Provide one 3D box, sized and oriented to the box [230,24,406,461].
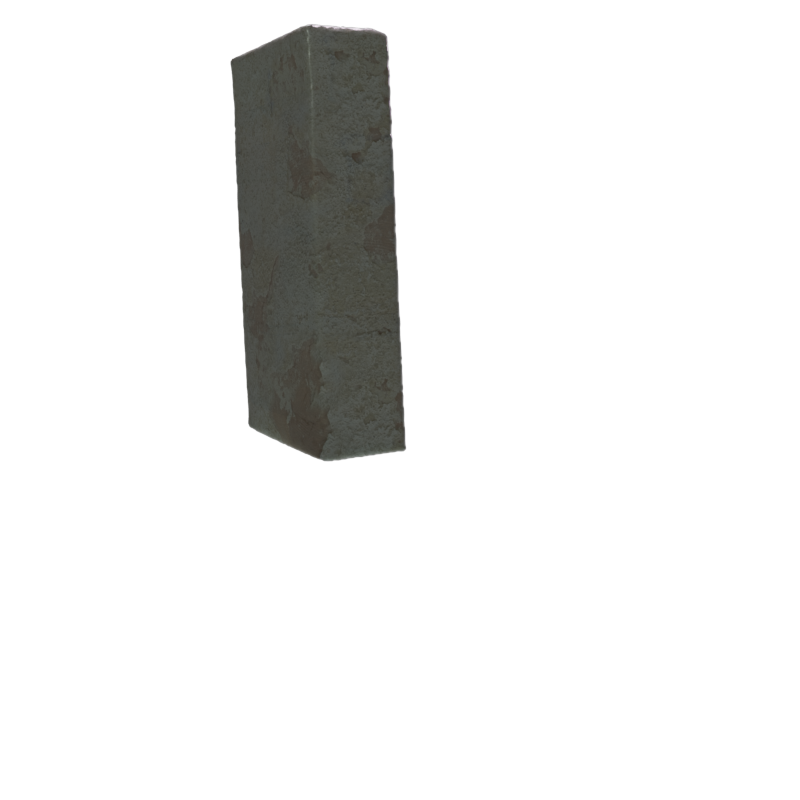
[{"bbox_3d":[-0.038,-0.070,0.490,0.047,0.176,0.096,0,2,-27],"label":"box"}]
